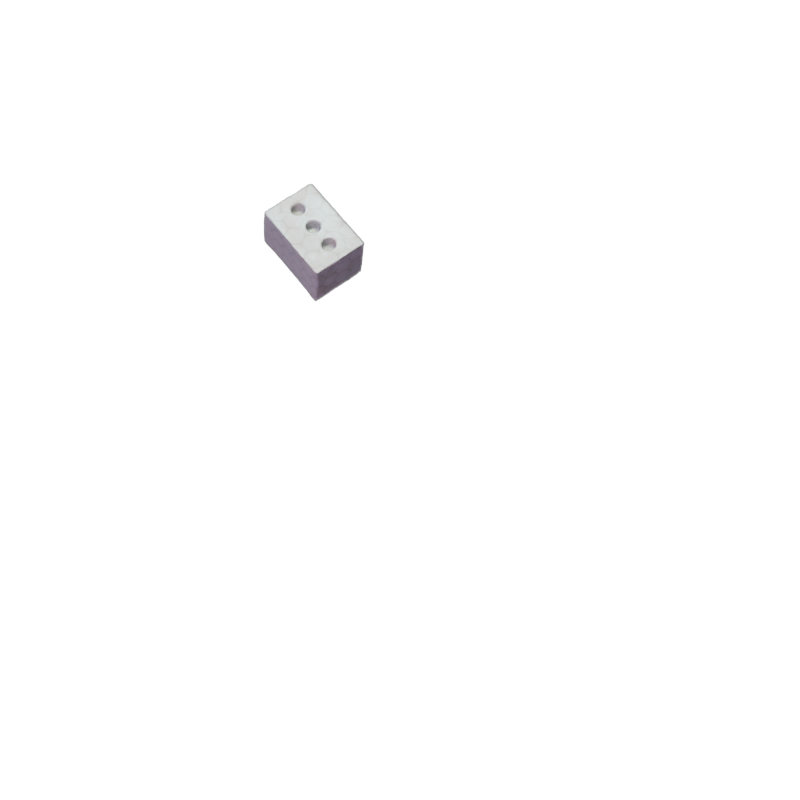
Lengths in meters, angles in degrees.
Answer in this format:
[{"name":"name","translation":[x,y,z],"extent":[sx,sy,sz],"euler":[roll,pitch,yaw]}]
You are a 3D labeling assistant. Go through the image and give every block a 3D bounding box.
[{"name":"block","translation":[-0.075,-0.136,0.955],"extent":[0.053,0.083,0.048],"euler":[-34,-23,-18]}]
